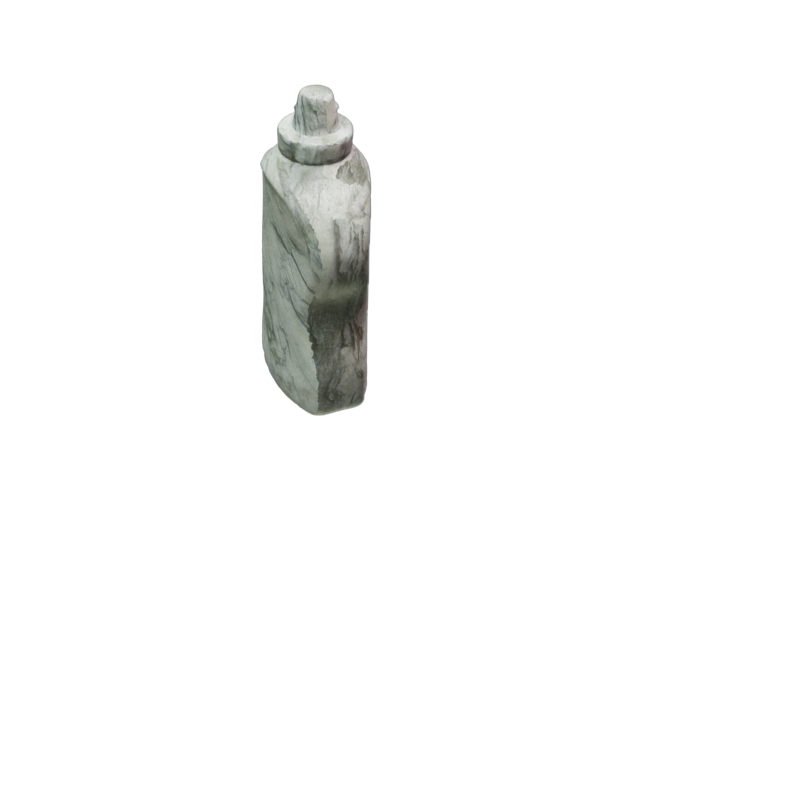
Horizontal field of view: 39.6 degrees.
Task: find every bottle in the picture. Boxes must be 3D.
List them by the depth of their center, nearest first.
[{"bbox_3d":[-0.049,-0.090,0.633,0.058,0.179,0.104,-11,41,-17],"label":"bottle"}]
